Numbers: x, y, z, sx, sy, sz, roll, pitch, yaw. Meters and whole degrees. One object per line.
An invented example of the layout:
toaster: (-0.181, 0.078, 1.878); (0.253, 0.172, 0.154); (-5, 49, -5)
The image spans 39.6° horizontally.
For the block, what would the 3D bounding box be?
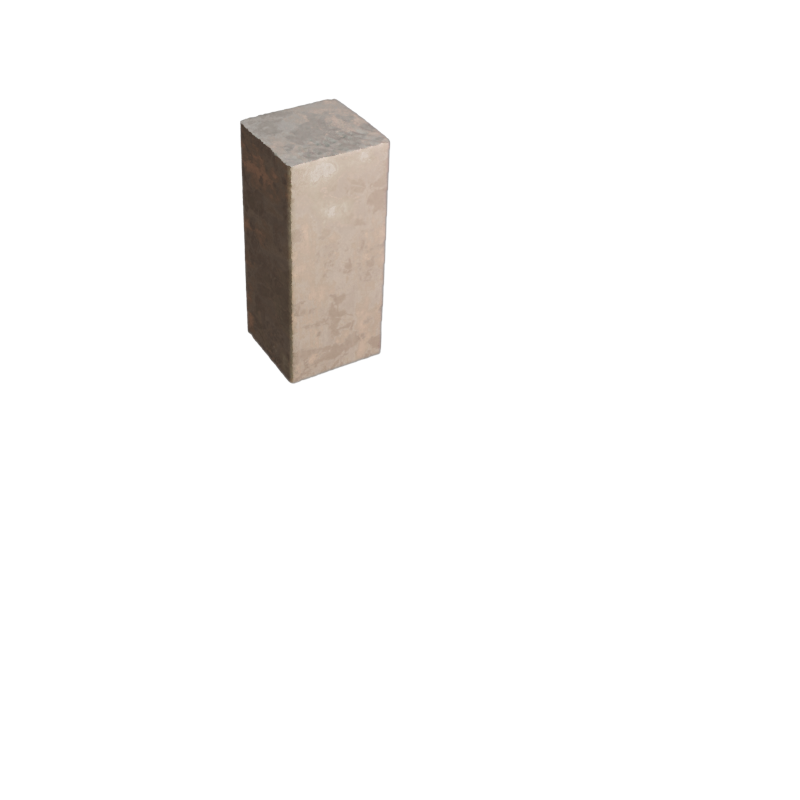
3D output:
block: (-0.072, -0.131, 0.915); (0.089, 0.193, 0.097); (-18, 41, -26)
